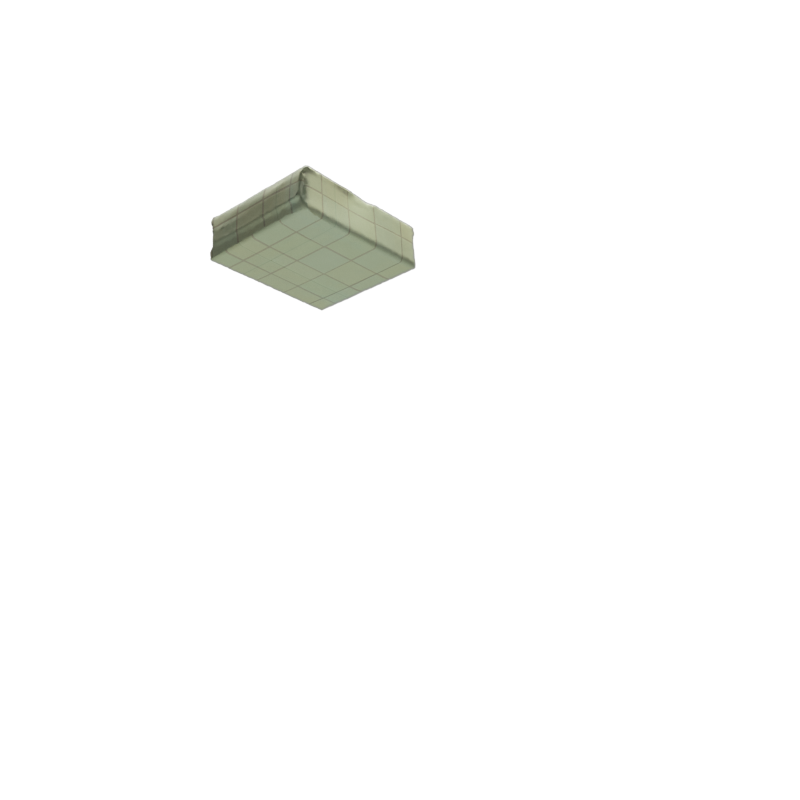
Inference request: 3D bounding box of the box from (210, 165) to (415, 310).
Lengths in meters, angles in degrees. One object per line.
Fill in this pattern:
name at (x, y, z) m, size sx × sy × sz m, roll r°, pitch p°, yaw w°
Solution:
box at (-0.047, -0.087, 0.605) m, size 0.073 × 0.032 × 0.084 m, roll -23°, pitch -34°, yaw 38°
